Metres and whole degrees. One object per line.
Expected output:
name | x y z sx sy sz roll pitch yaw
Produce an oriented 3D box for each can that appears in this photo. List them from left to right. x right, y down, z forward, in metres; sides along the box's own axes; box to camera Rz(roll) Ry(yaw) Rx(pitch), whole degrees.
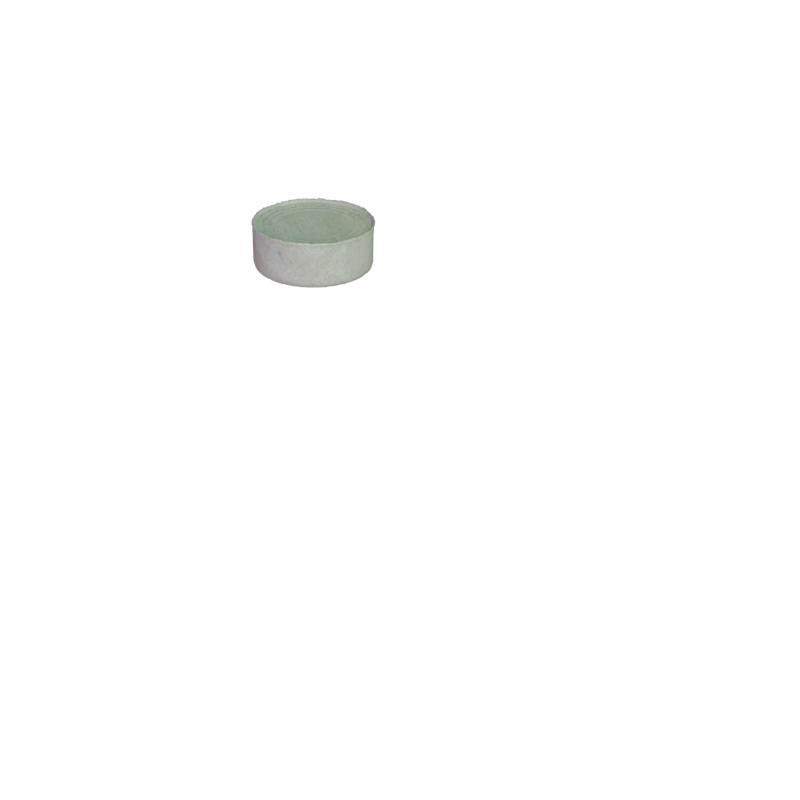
can | -0.061 -0.111 0.774 0.086 0.032 0.091 -1 29 -2
